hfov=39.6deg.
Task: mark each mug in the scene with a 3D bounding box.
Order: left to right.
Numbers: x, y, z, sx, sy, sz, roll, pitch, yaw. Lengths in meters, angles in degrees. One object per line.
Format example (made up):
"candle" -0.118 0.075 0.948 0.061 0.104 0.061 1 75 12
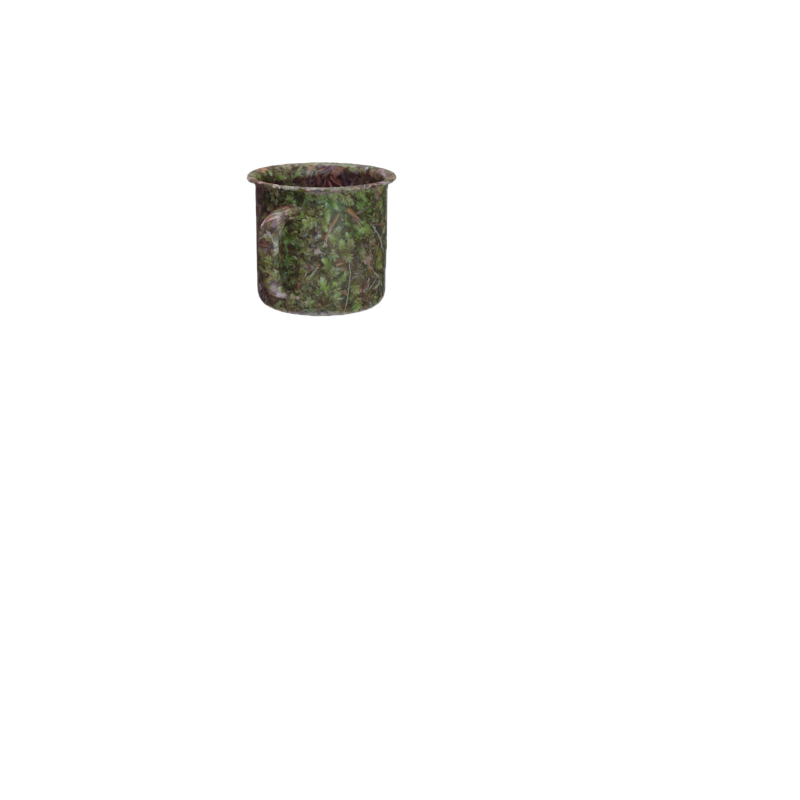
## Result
"mug" -0.054 -0.098 0.686 0.096 0.079 0.118 8 20 21
